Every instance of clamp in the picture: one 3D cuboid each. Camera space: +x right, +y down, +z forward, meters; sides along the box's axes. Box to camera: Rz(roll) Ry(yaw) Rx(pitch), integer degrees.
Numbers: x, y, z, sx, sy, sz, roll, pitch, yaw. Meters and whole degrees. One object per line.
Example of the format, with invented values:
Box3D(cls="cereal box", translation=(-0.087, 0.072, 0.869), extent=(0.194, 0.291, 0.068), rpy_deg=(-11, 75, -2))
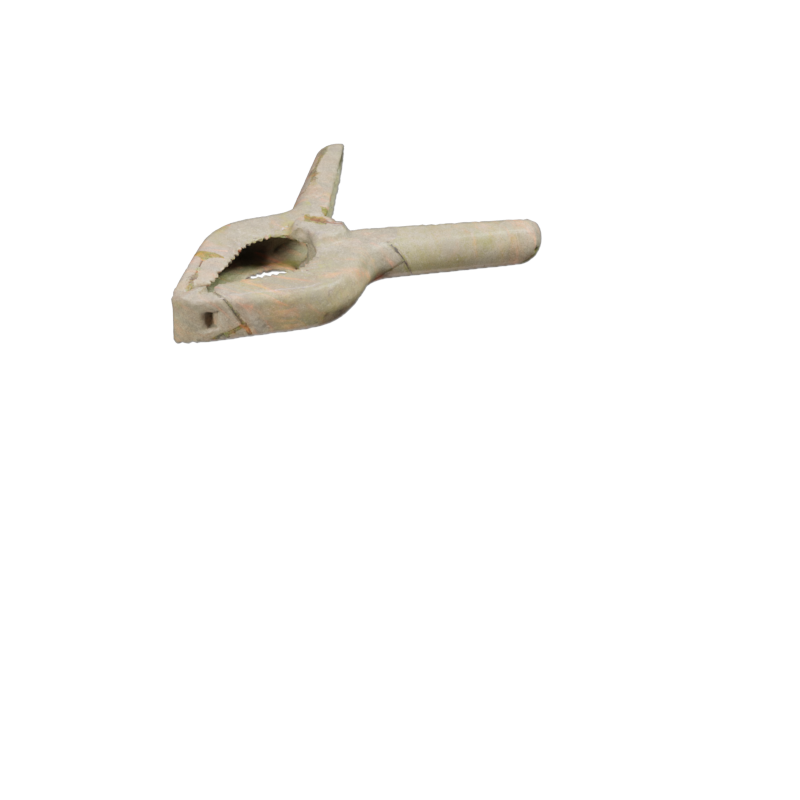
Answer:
Box3D(cls="clamp", translation=(-0.049, -0.089, 0.620), extent=(0.208, 0.034, 0.176), rpy_deg=(-26, 42, -33))
